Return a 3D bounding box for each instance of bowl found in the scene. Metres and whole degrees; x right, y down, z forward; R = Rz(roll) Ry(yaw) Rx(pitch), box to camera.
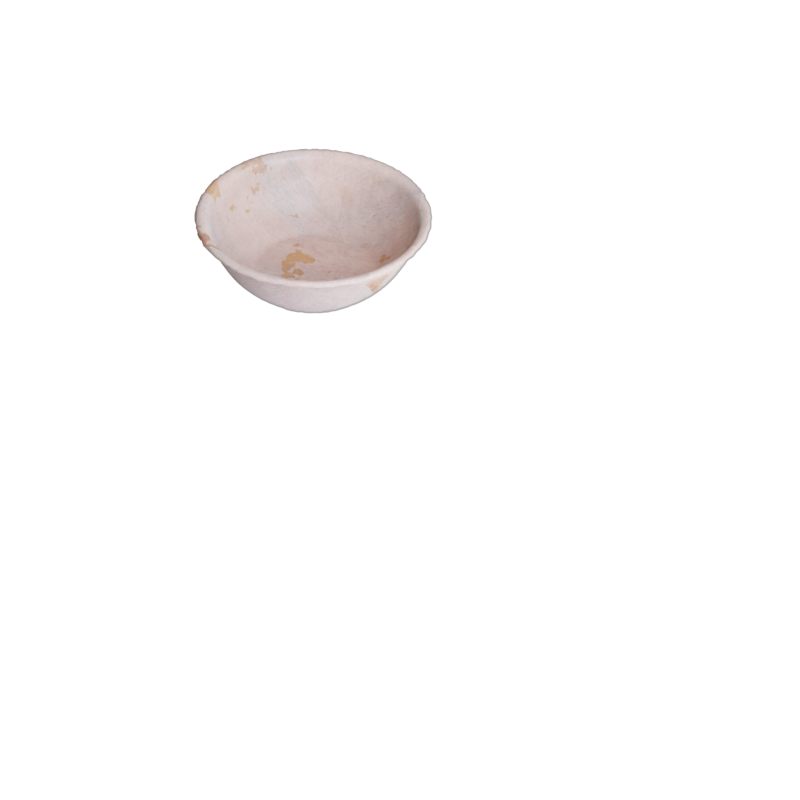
[{"bbox_3d":[-0.060,-0.110,0.771,0.162,0.051,0.174,-1,42,-2],"label":"bowl"}]
